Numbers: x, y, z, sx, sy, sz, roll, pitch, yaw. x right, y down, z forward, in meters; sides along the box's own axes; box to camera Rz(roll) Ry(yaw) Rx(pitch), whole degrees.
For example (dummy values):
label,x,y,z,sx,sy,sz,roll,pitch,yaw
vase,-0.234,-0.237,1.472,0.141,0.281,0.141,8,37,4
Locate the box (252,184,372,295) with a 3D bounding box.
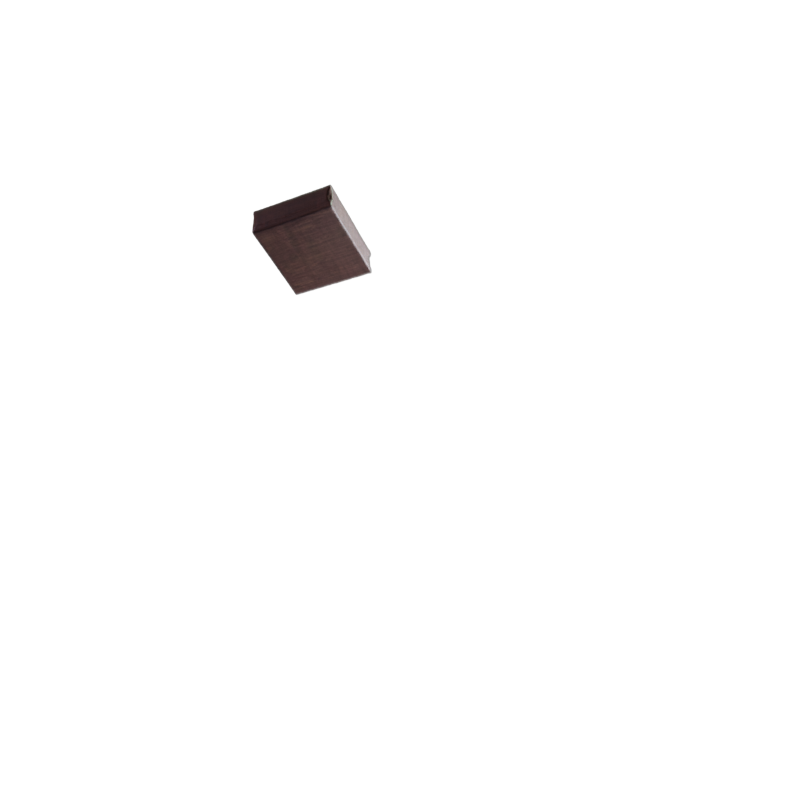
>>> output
label,x,y,z,sx,sy,sz,roll,pitch,yaw
box,-0.074,-0.135,0.945,0.074,0.032,0.082,-16,-44,17
